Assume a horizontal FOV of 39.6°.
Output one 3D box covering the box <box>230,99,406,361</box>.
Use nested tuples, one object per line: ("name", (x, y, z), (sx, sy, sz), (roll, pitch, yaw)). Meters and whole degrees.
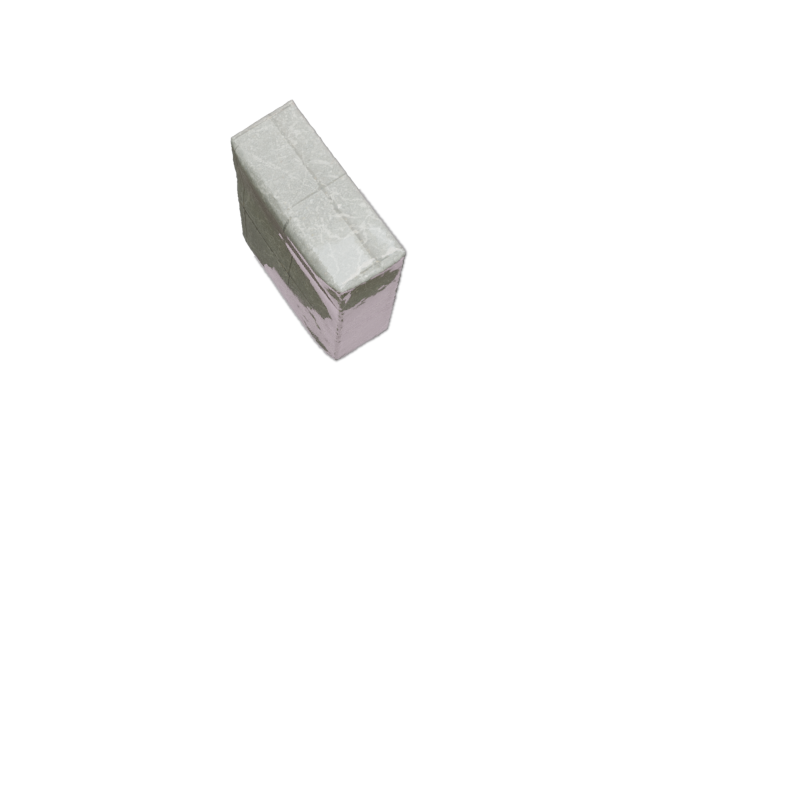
("box", (-0.076, -0.139, 0.973), (0.072, 0.171, 0.205), (-33, -12, -11))
